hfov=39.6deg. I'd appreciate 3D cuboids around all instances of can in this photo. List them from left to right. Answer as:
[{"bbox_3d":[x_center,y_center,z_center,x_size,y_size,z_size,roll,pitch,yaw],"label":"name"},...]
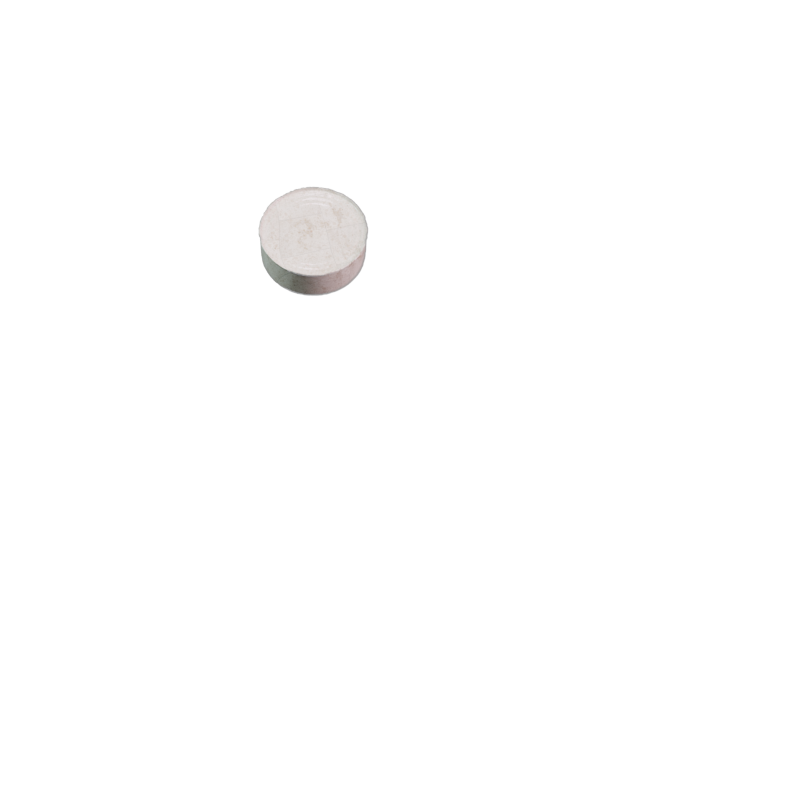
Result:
[{"bbox_3d":[-0.069,-0.126,0.881,0.086,0.092,0.031,-1,-33,-1],"label":"can"}]
